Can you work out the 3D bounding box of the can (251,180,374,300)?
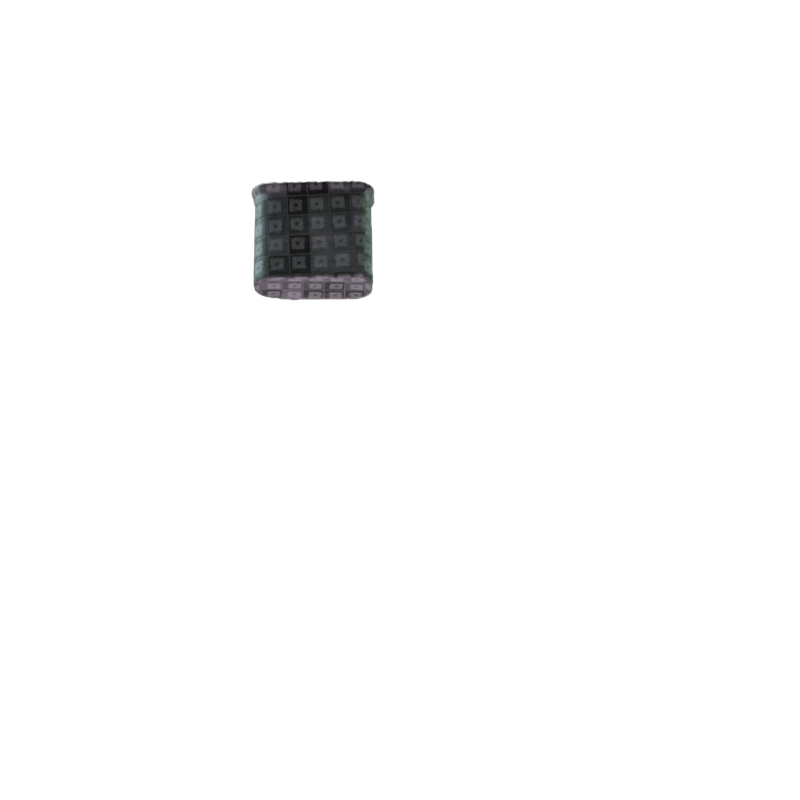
[{"bbox_3d":[-0.071,-0.130,0.910,0.102,0.088,0.055,-1,-21,1],"label":"can"}]
